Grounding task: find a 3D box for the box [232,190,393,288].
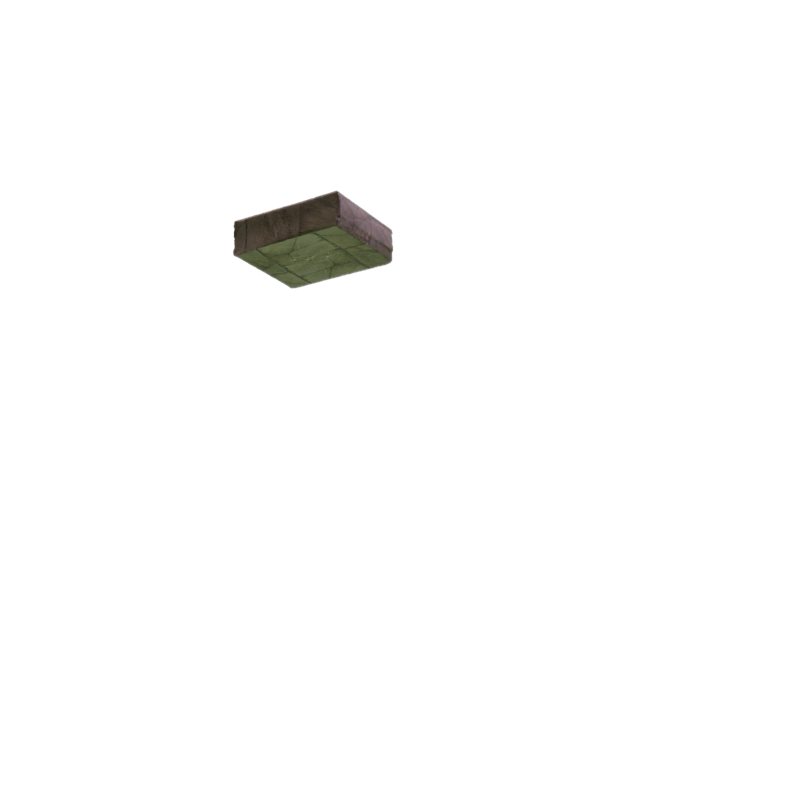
[{"bbox_3d":[-0.076,-0.139,0.972,0.115,0.041,0.084,-13,-25,30],"label":"box"}]
